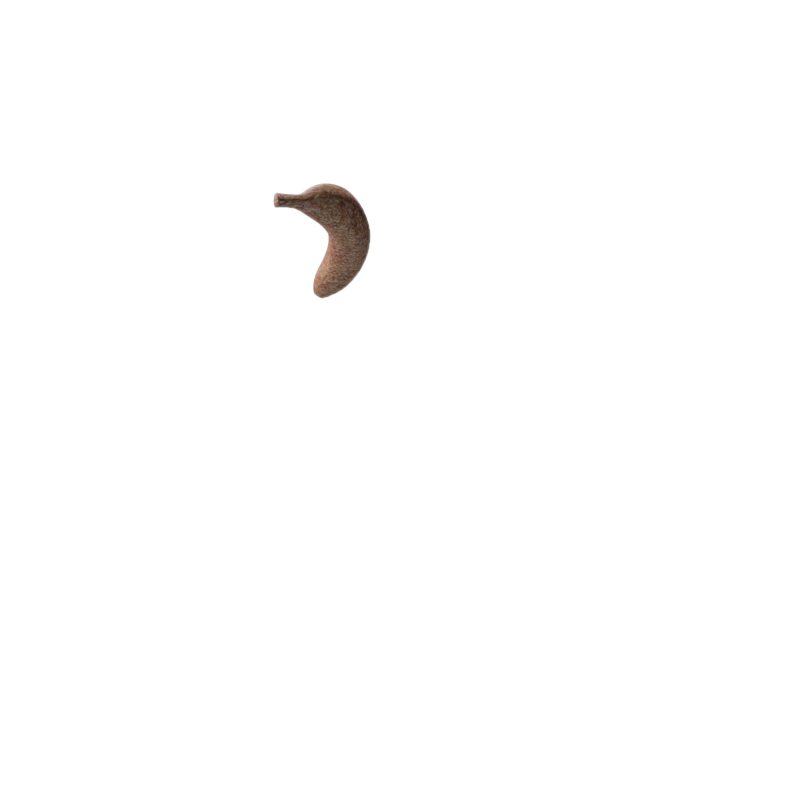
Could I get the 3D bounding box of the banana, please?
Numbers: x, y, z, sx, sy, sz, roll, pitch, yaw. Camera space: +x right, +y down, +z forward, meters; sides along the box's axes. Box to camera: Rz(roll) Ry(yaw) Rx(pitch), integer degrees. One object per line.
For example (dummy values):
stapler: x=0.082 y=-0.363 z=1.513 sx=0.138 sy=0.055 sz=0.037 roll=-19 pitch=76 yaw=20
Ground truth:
banana: x=-0.060 y=-0.145 z=0.991 sx=0.070 sy=0.039 sz=0.185 roll=-3 pitch=-22 yaw=7
